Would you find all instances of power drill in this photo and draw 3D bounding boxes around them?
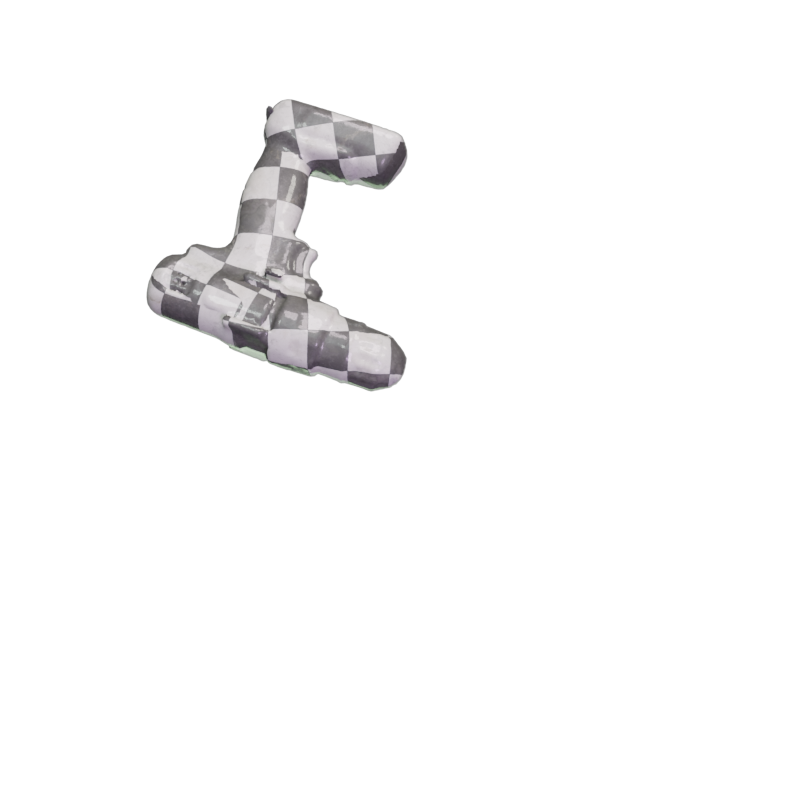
[{"bbox_3d":[-0.061,-0.111,0.775,0.188,0.195,0.054,19,-25,9],"label":"power drill"}]
